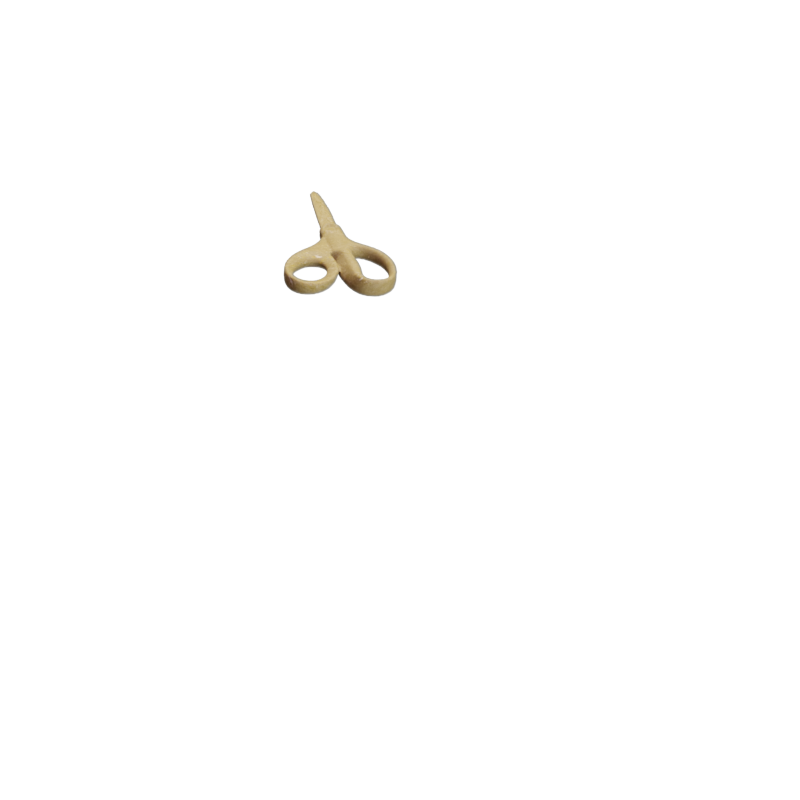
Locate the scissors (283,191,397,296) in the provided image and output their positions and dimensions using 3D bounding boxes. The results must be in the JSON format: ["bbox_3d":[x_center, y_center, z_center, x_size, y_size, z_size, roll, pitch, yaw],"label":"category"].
[{"bbox_3d":[-0.072,-0.131,0.920,0.095,0.015,0.217,-14,33,-22],"label":"scissors"}]
